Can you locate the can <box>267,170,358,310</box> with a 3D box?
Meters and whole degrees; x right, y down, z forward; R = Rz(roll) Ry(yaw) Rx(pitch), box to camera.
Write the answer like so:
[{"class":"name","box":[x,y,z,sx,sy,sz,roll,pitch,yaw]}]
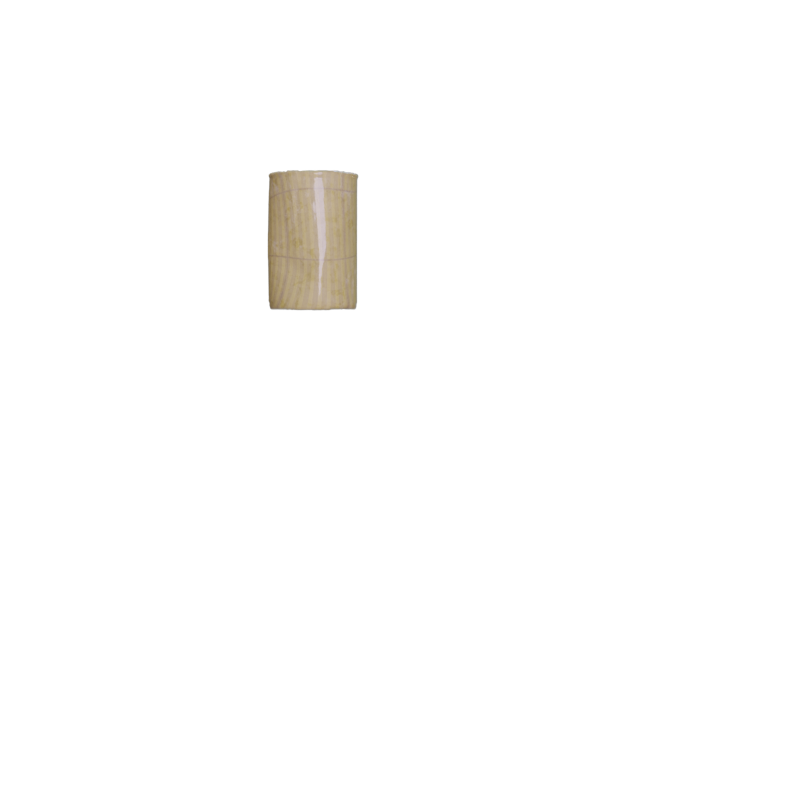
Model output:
[{"class":"can","box":[-0.065,-0.119,0.834,0.068,0.103,0.068,0,0,-2]}]
